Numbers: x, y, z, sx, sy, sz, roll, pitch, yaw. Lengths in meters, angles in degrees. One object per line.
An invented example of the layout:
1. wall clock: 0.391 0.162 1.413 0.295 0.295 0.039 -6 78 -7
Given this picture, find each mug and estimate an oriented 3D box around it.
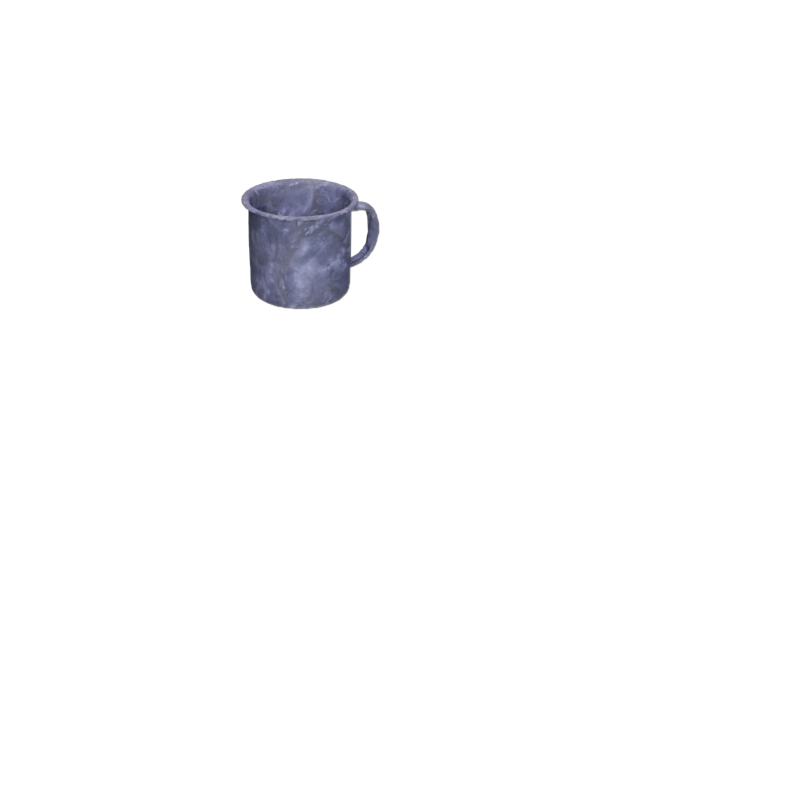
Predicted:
1. mug: -0.070 -0.128 0.896 0.115 0.077 0.100 -14 31 -27
